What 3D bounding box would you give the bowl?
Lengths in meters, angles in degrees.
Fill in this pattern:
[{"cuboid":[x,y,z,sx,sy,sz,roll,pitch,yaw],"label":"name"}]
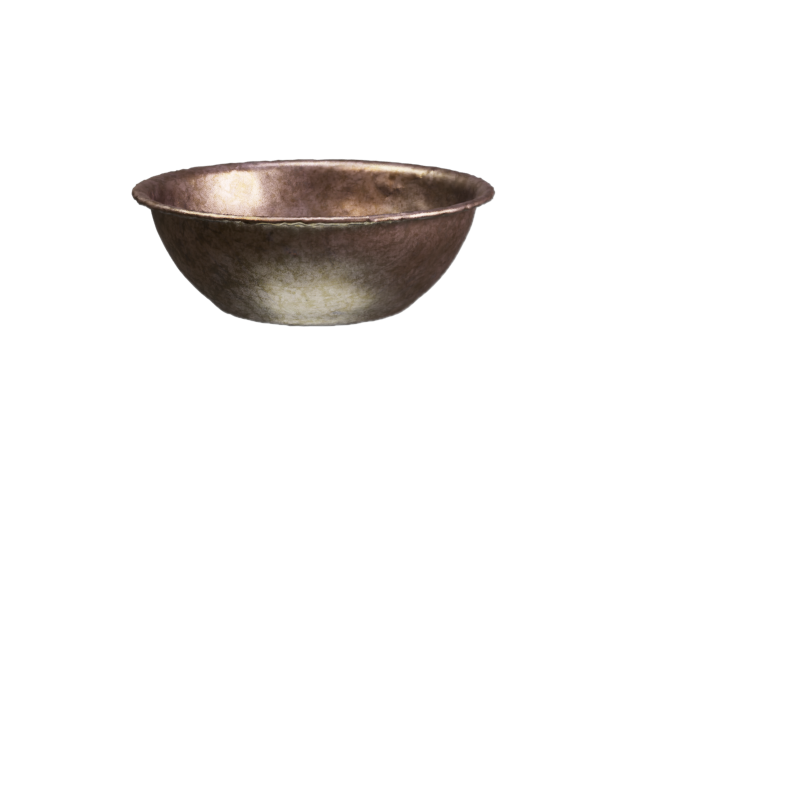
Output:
[{"cuboid":[-0.039,-0.072,0.504,0.162,0.053,0.168,-1,19,-2],"label":"bowl"}]
